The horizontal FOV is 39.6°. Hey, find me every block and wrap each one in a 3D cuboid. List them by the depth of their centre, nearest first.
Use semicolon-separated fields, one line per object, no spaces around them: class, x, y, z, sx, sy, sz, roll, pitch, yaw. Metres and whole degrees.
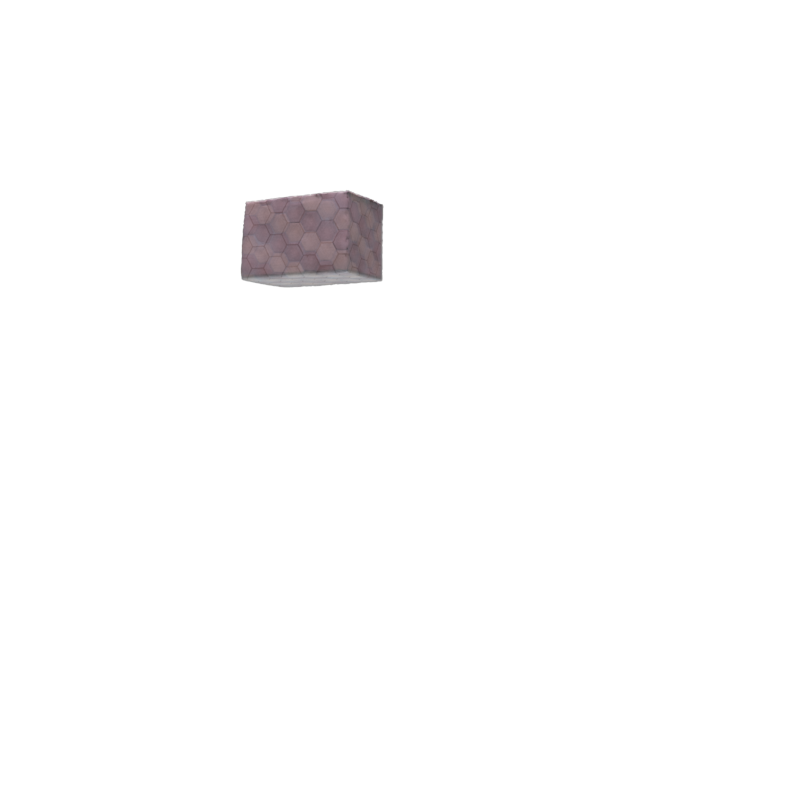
block;-0.056;-0.102;0.711;0.080;0.052;0.050;-2;-5;27
